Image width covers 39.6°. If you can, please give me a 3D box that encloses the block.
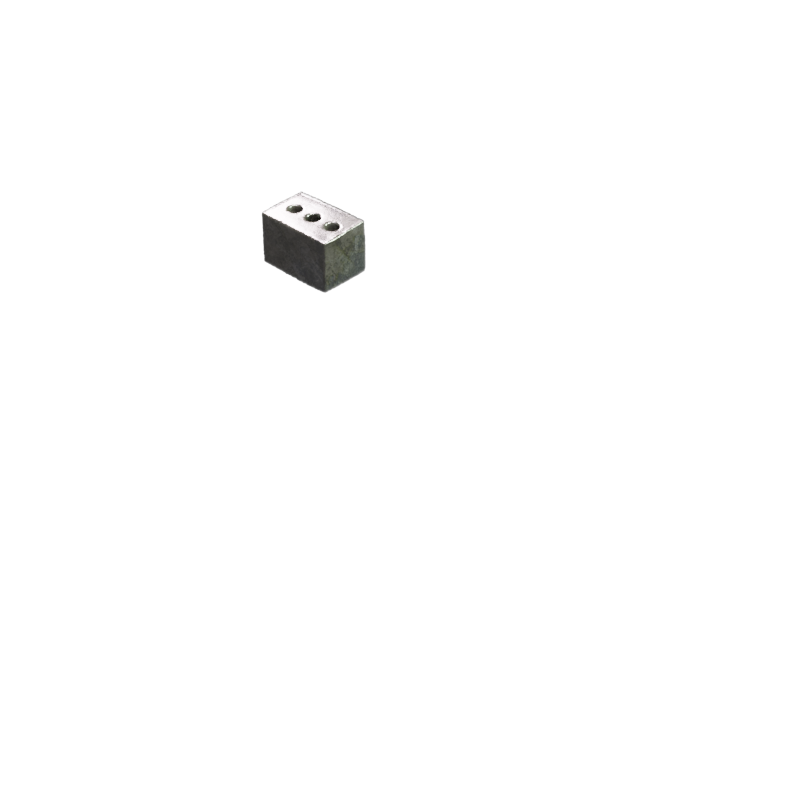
[{"bbox_3d":[-0.076,-0.138,0.966,0.083,0.048,0.053,28,44,32],"label":"block"}]
